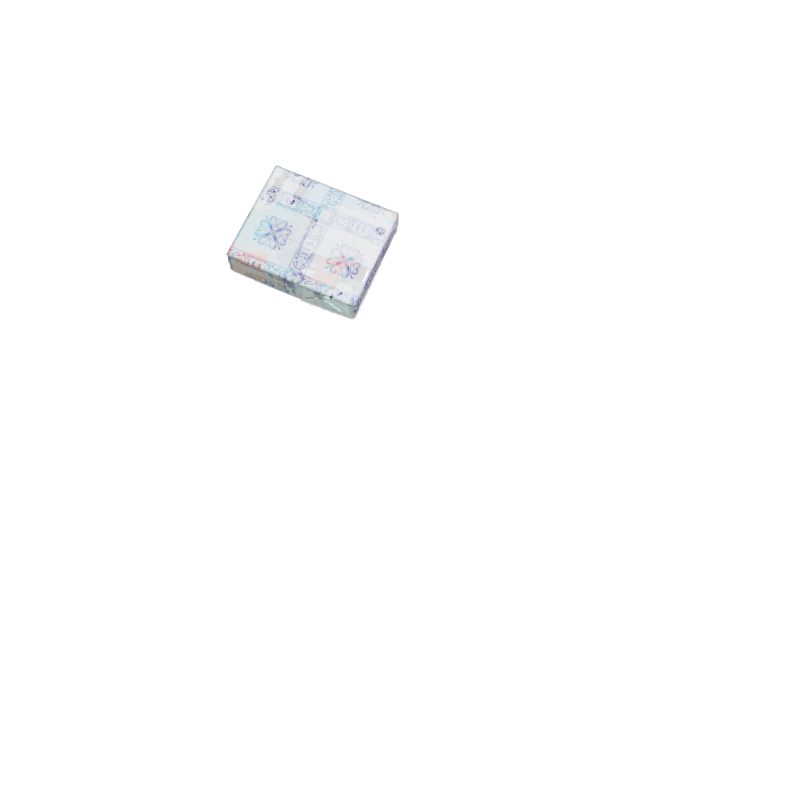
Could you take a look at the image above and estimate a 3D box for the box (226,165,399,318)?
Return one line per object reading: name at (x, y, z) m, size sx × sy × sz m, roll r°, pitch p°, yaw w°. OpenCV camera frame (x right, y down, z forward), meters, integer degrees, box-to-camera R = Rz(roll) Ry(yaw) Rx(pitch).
box at (-0.070, -0.127, 0.890) m, size 0.116 × 0.093 × 0.037 m, roll 23°, pitch -22°, yaw 9°
